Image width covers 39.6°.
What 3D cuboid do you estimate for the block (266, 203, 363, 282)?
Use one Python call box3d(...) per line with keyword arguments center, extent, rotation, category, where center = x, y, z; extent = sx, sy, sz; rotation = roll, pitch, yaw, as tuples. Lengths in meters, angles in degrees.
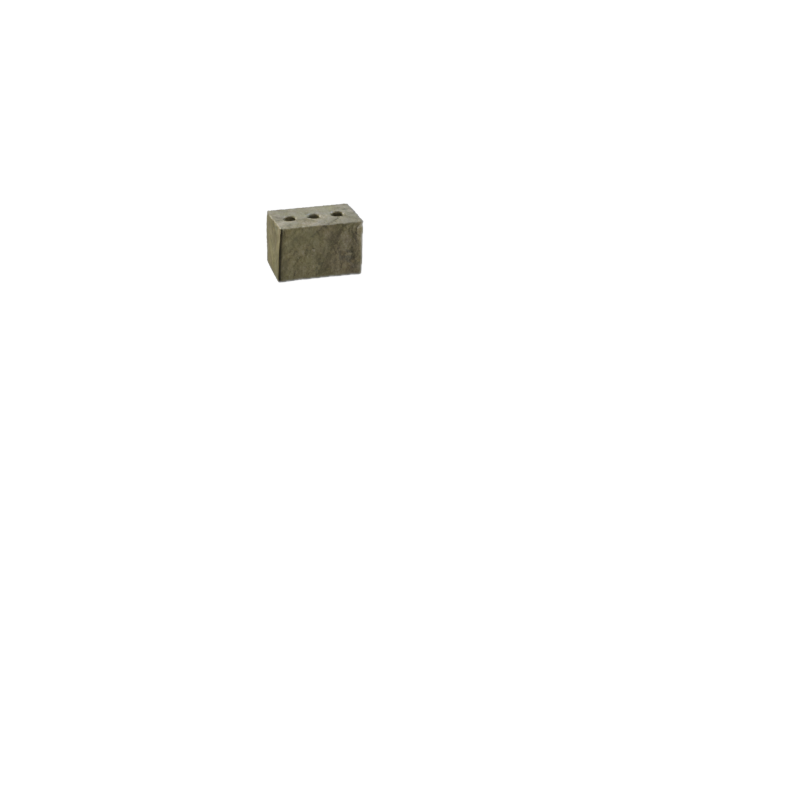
box3d(center=(-0.078, -0.142, 0.994), extent=(0.077, 0.049, 0.056), rotation=(-8, 28, -16), category="block")
